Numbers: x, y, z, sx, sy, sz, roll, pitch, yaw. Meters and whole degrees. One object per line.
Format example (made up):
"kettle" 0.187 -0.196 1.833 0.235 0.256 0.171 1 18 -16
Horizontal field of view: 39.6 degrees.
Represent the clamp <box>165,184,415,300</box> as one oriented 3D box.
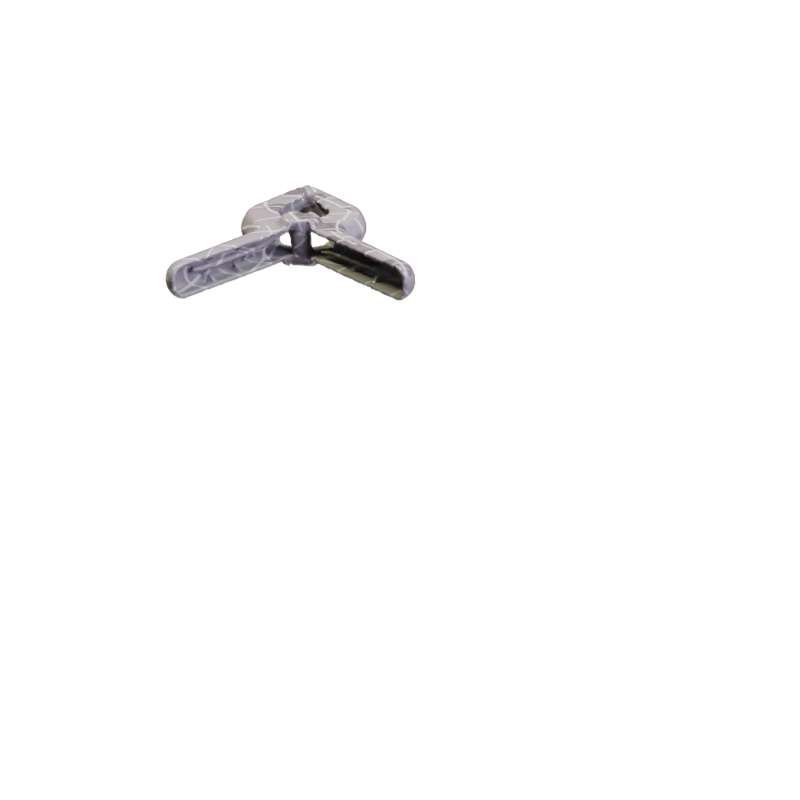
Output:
"clamp" -0.064 -0.116 0.811 0.167 0.035 0.218 4 25 7
